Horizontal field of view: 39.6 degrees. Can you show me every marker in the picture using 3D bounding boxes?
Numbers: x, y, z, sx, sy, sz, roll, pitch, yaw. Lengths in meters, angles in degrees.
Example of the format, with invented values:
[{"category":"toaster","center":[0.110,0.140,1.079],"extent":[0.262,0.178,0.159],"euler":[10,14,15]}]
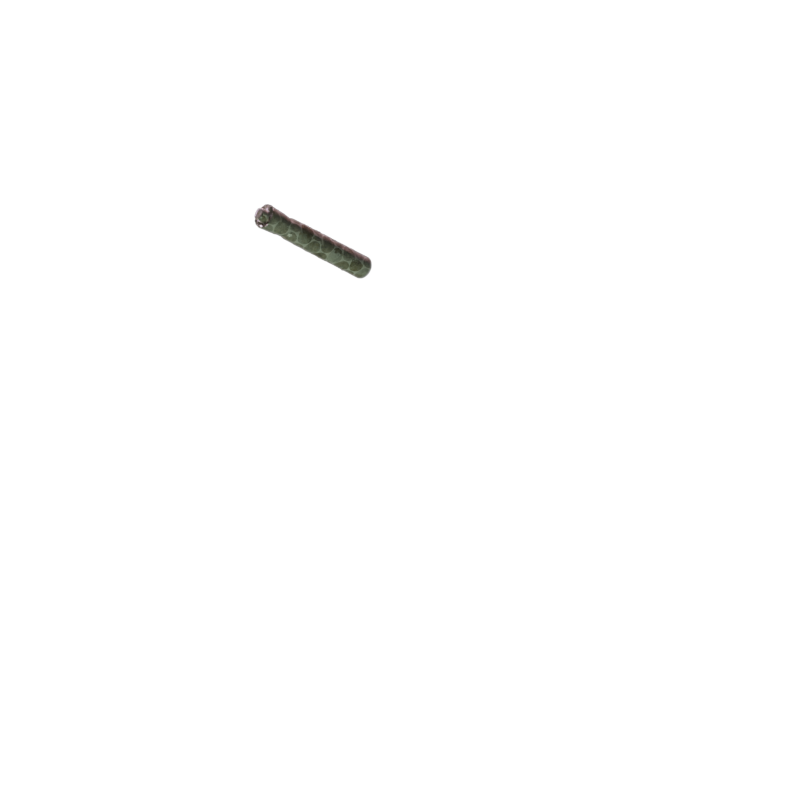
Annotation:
[{"category":"marker","center":[-0.066,-0.121,0.845],"extent":[0.021,0.020,0.113],"euler":[4,-13,43]}]
